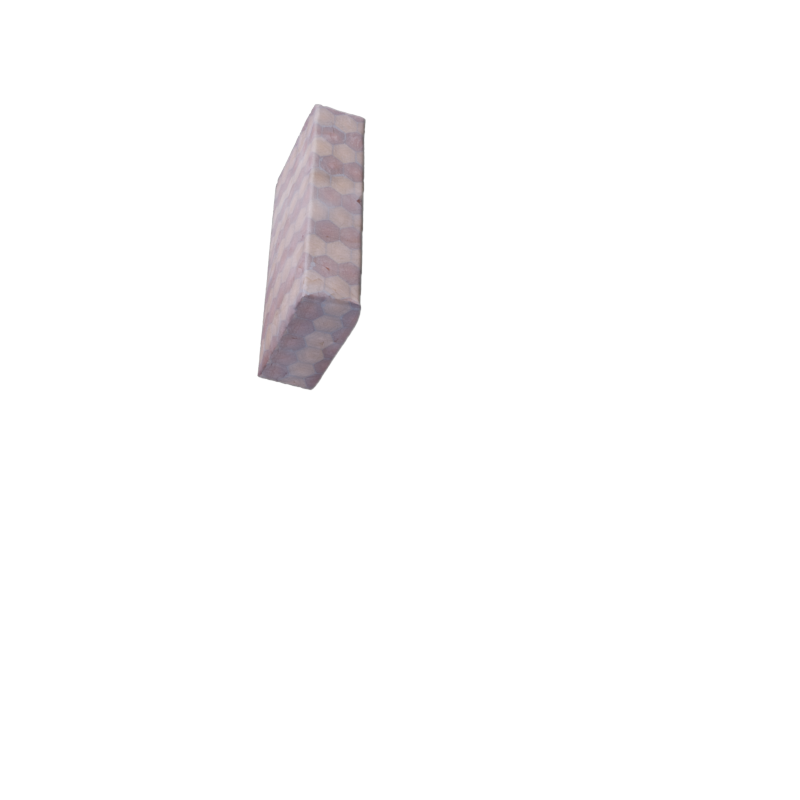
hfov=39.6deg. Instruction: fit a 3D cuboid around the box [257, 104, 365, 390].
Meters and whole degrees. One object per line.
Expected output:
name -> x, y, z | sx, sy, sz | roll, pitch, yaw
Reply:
box -> -0.059, -0.107, 0.749 | 0.047, 0.189, 0.090 | 13, -41, -20
